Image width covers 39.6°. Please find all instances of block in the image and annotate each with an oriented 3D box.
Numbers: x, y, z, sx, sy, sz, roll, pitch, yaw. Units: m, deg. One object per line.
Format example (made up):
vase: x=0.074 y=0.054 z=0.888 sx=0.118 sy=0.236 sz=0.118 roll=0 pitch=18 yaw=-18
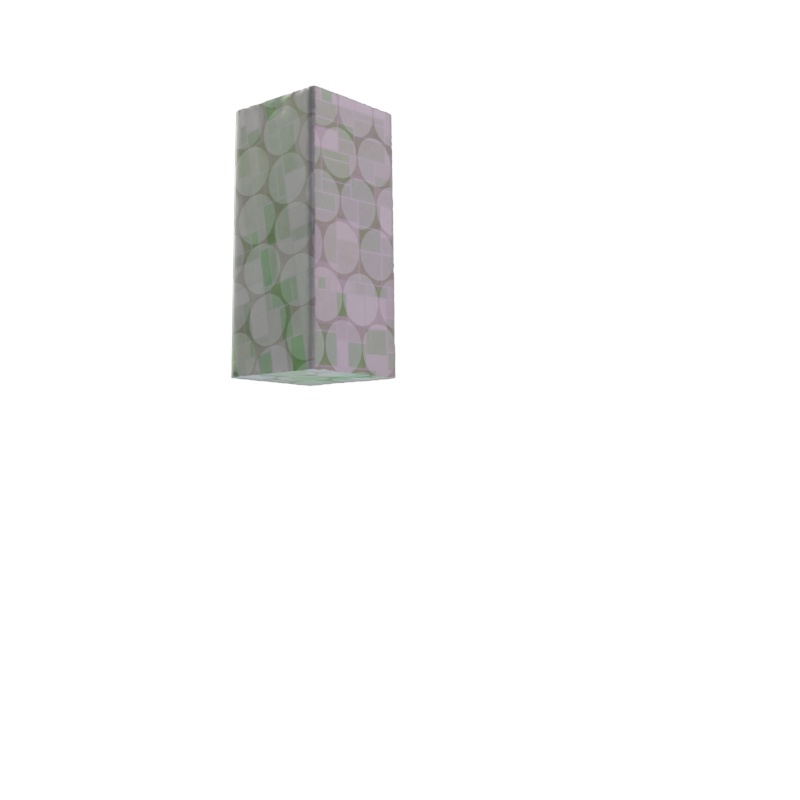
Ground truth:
block: x=-0.066 y=-0.120 z=0.839 sx=0.092 sy=0.212 sz=0.086 roll=-10 pitch=-15 yaw=40
